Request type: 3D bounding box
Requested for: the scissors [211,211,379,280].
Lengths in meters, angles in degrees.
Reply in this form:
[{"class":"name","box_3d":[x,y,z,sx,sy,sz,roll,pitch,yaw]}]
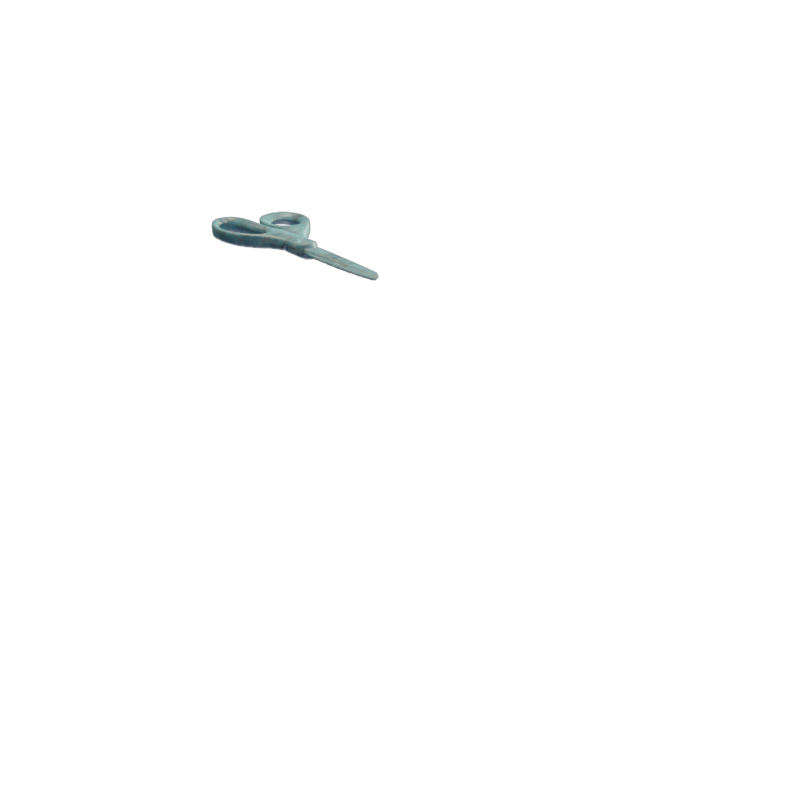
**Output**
[{"class":"scissors","box_3d":[-0.075,-0.136,0.952,0.213,0.015,0.095,18,29,34]}]
